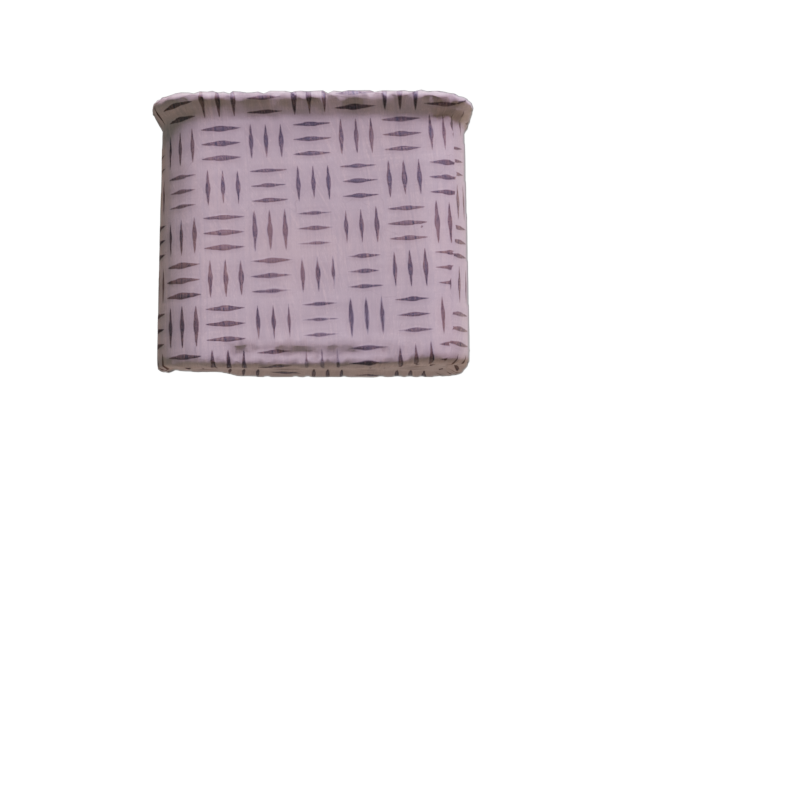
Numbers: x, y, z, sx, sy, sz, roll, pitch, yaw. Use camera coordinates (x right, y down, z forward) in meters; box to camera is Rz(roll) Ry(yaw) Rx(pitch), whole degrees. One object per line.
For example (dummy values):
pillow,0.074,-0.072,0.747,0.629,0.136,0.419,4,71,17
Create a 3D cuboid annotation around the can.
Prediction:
can,-0.028,-0.051,0.354,0.102,0.086,0.056,0,-8,1
